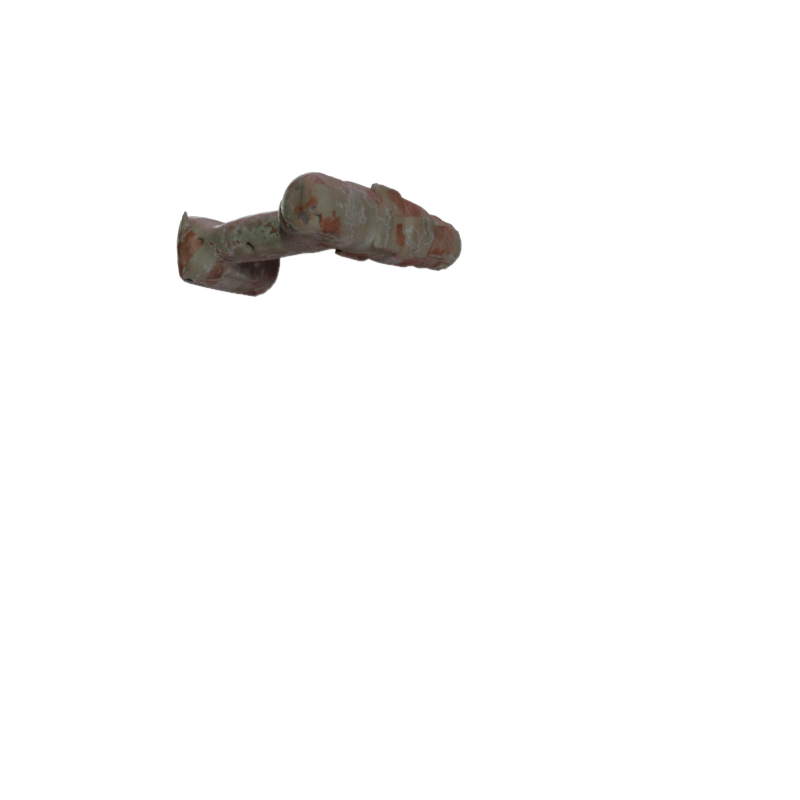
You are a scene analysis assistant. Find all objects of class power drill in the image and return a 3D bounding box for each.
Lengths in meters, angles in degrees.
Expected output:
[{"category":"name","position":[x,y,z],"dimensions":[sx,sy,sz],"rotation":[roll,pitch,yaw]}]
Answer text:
[{"category":"power drill","position":[-0.068,-0.124,0.871],"dimensions":[0.192,0.059,0.174],"rotation":[-9,-14,39]}]
